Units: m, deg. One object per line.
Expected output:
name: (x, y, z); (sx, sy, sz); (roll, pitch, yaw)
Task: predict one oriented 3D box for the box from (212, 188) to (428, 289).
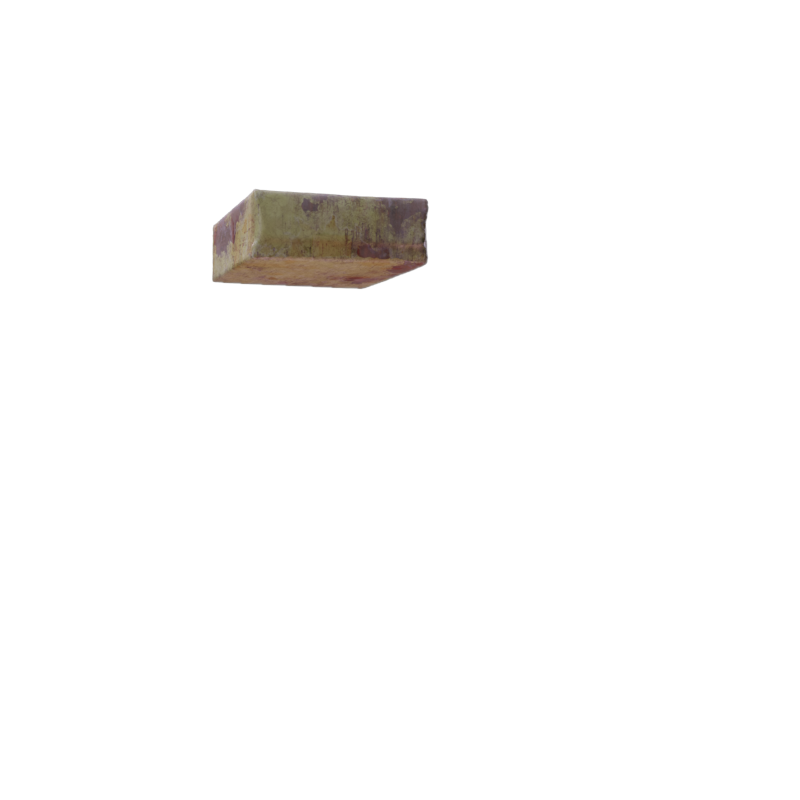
box: (-0.037, -0.067, 0.472); (0.071, 0.031, 0.090); (1, -2, -18)
